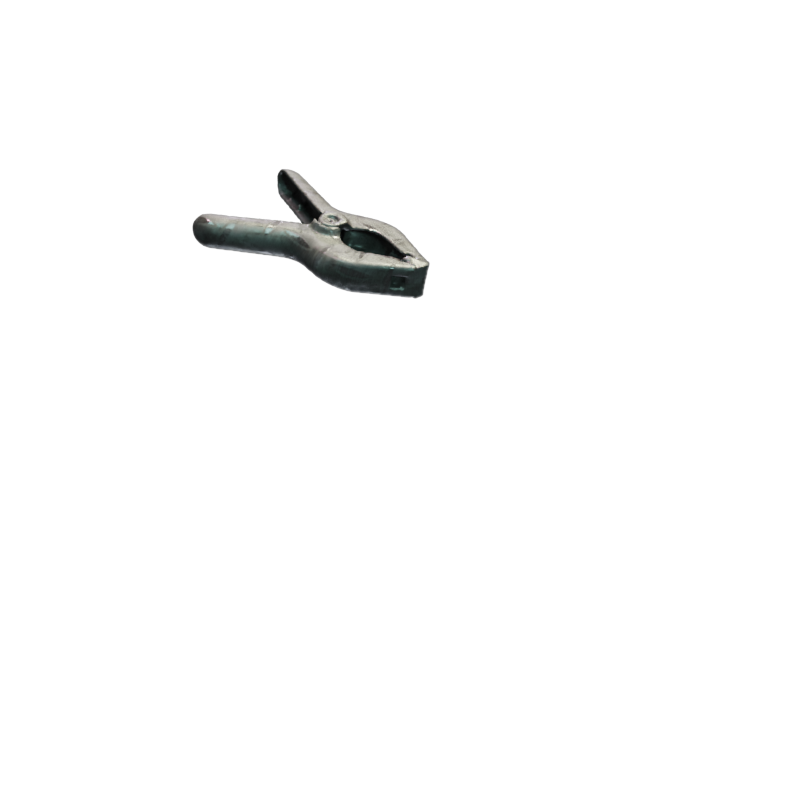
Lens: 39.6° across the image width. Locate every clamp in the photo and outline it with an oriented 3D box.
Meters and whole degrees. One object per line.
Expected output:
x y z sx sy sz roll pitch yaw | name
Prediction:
-0.063 -0.115 0.809 0.182 0.037 0.121 29 47 31 | clamp
